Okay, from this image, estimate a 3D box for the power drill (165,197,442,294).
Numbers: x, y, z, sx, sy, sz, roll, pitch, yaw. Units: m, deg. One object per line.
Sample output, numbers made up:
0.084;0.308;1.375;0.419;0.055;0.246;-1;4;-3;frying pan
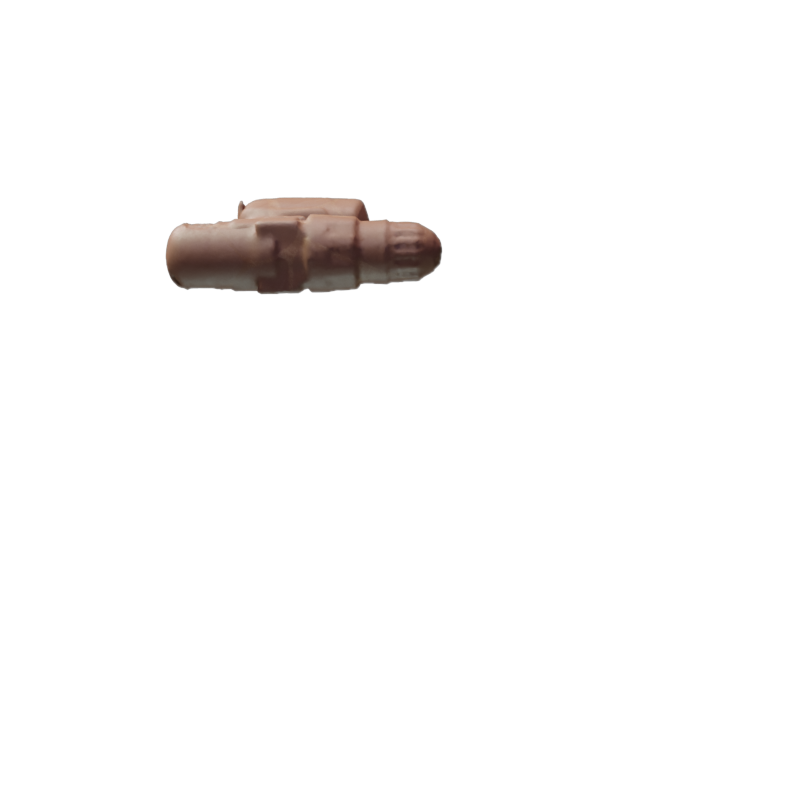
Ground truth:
-0.063;-0.115;0.809;0.186;0.056;0.190;1;12;3;power drill
